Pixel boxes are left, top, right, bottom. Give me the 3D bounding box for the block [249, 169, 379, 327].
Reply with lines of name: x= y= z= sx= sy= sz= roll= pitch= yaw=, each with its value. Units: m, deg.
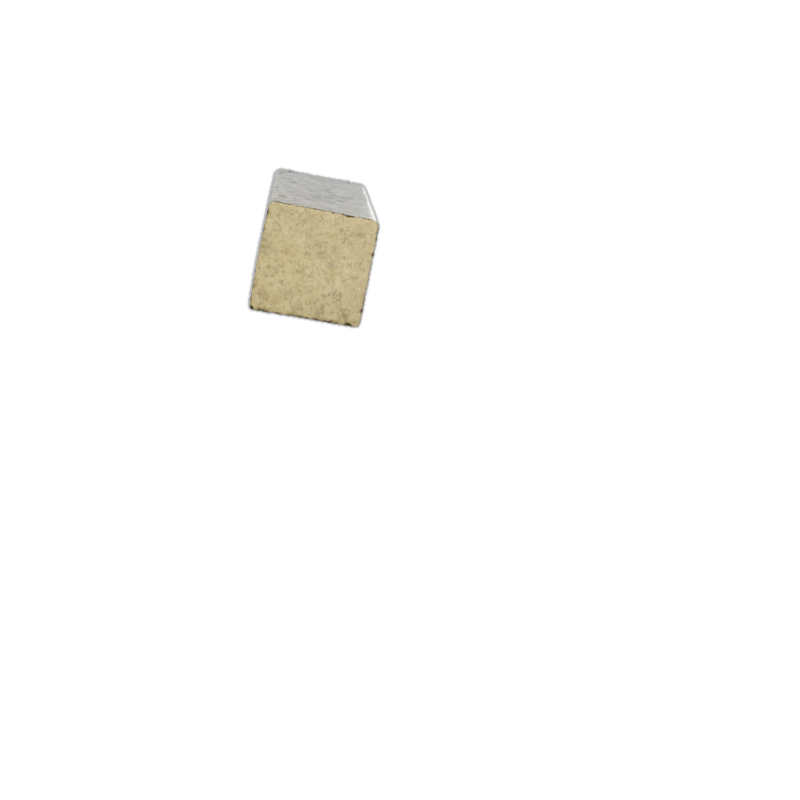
block: x=-0.076 y=-0.138 z=0.963 sx=0.090 sy=0.088 sz=0.214 roll=10 pitch=16 yaw=-7
